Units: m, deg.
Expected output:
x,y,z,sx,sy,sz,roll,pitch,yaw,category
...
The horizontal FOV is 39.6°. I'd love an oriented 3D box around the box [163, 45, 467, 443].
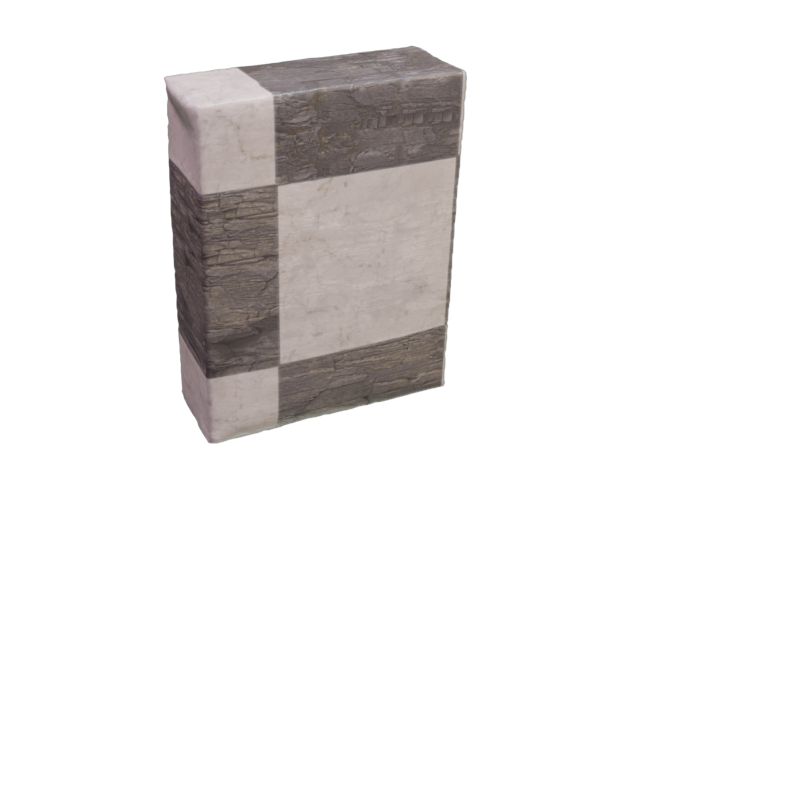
x,y,z,sx,sy,sz,roll,pitch,yaw,category
-0.052,-0.095,0.668,0.161,0.202,0.077,-12,30,-23,box
